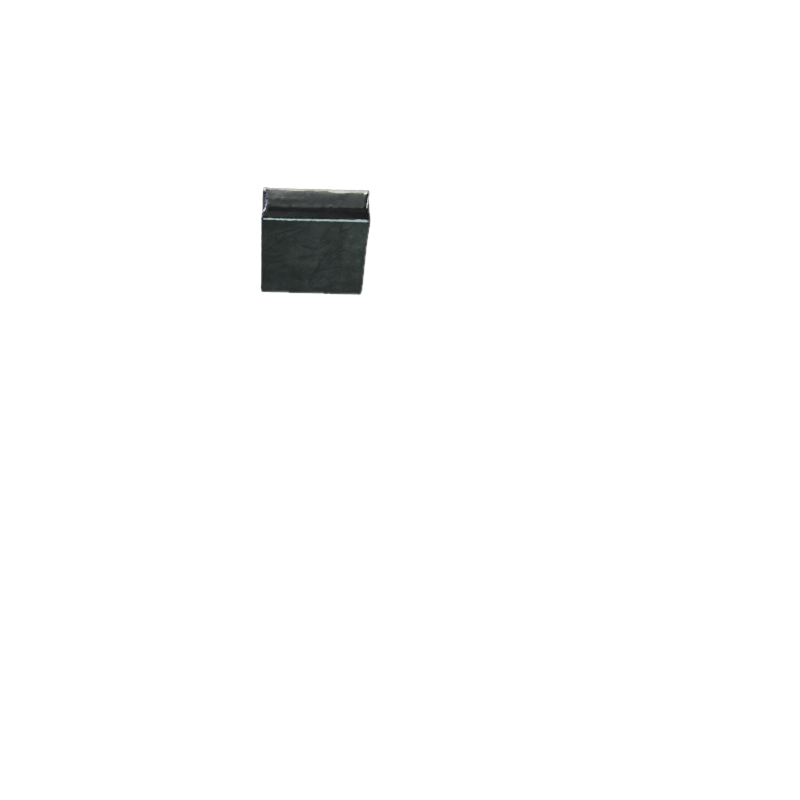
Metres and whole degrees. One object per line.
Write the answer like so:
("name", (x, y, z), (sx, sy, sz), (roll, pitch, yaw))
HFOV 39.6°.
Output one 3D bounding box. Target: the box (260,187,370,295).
("box", (-0.060, -0.110, 0.770), (0.073, 0.032, 0.084), (2, -34, -4))
